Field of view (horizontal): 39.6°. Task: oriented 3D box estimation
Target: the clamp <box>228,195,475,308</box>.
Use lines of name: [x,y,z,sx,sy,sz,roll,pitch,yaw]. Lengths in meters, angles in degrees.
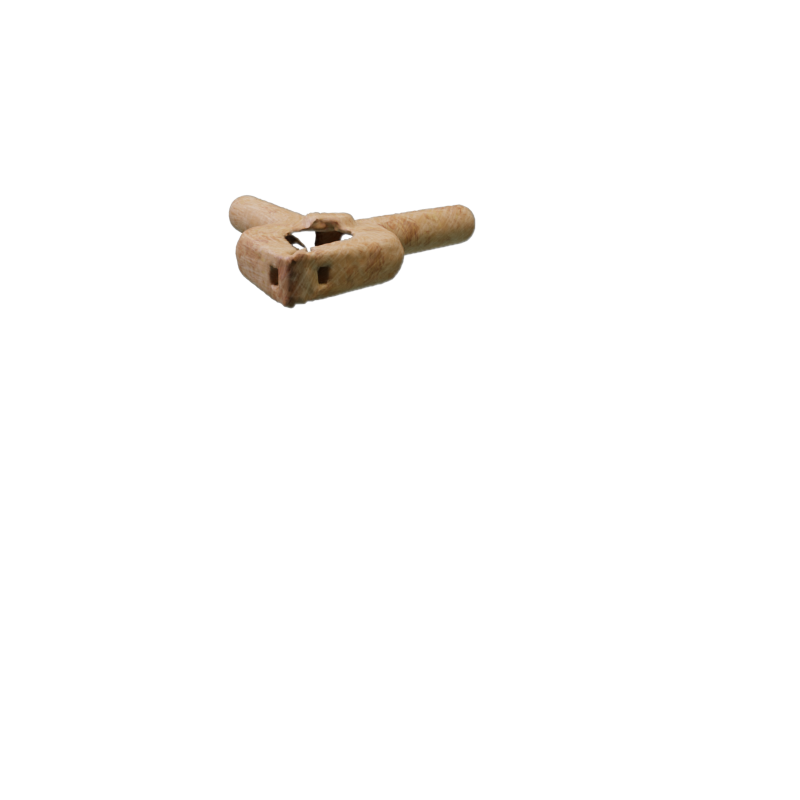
clamp: [-0.052,-0.094,0.661,0.168,0.035,0.213,5,19,14]
